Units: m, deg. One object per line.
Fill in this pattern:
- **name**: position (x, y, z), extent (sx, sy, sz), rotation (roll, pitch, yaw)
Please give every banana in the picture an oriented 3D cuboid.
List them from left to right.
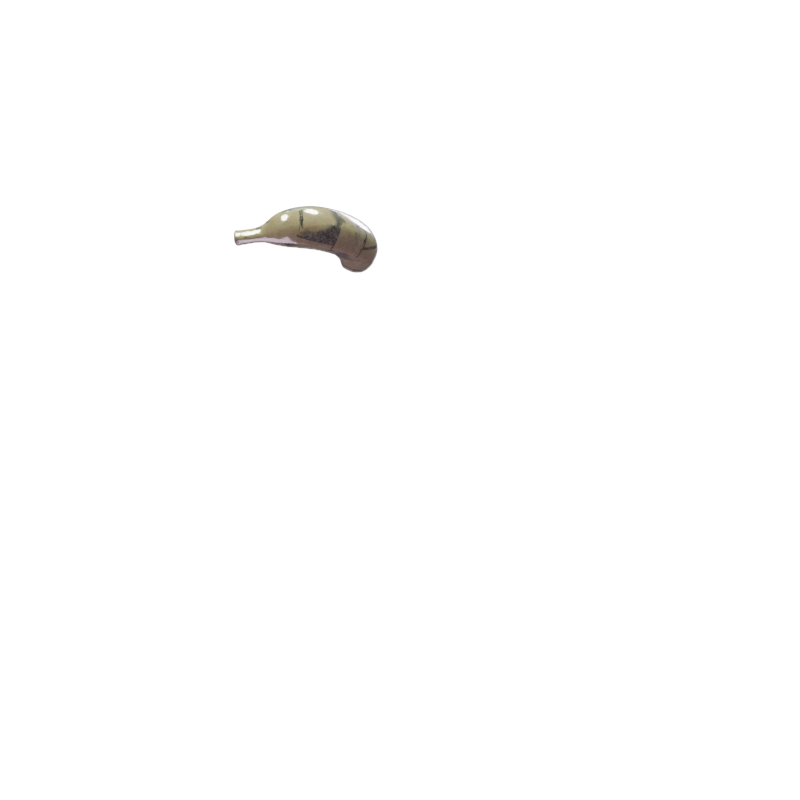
- **banana**: position (-0.061, -0.139, 0.957), extent (0.071, 0.037, 0.189), rotation (-3, -4, 29)
